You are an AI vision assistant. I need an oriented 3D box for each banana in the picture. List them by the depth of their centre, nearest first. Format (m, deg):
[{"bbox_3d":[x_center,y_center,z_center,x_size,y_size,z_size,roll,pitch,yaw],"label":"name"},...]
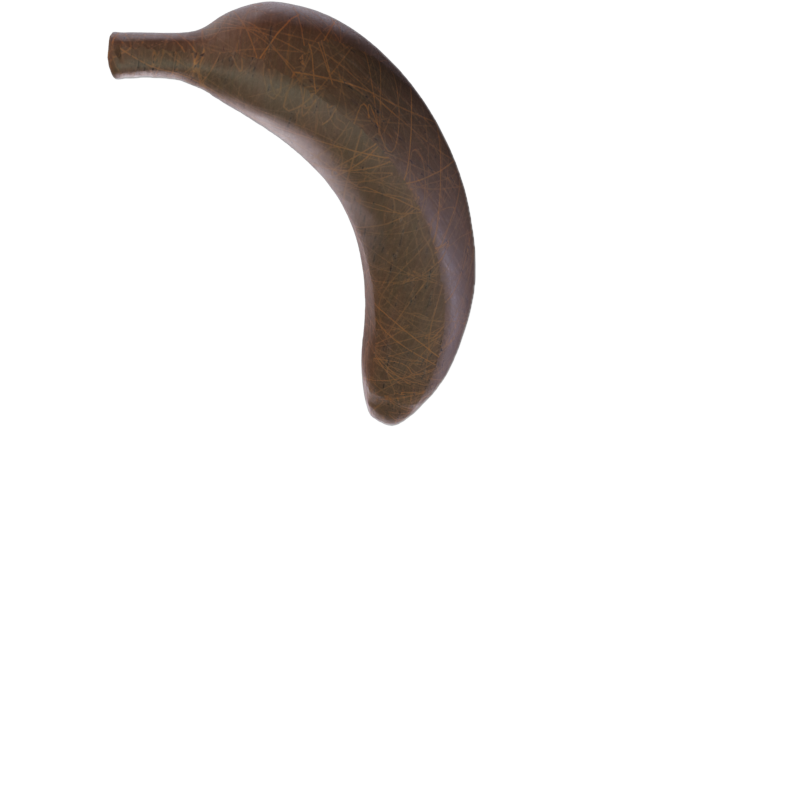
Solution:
[{"bbox_3d":[-0.012,-0.058,0.350,0.070,0.039,0.182,-15,-41,17],"label":"banana"}]
